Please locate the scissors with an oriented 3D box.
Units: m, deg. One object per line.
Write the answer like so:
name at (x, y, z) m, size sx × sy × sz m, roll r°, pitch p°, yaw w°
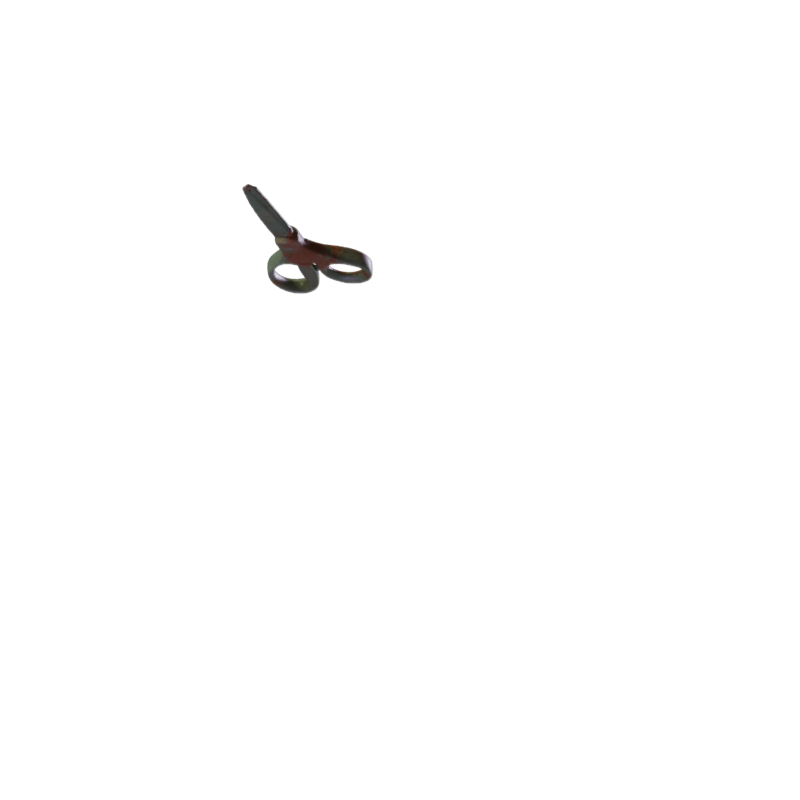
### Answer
scissors at (-0.067, -0.123, 0.859) m, size 0.096 × 0.016 × 0.193 m, roll 1°, pitch -15°, yaw -3°
